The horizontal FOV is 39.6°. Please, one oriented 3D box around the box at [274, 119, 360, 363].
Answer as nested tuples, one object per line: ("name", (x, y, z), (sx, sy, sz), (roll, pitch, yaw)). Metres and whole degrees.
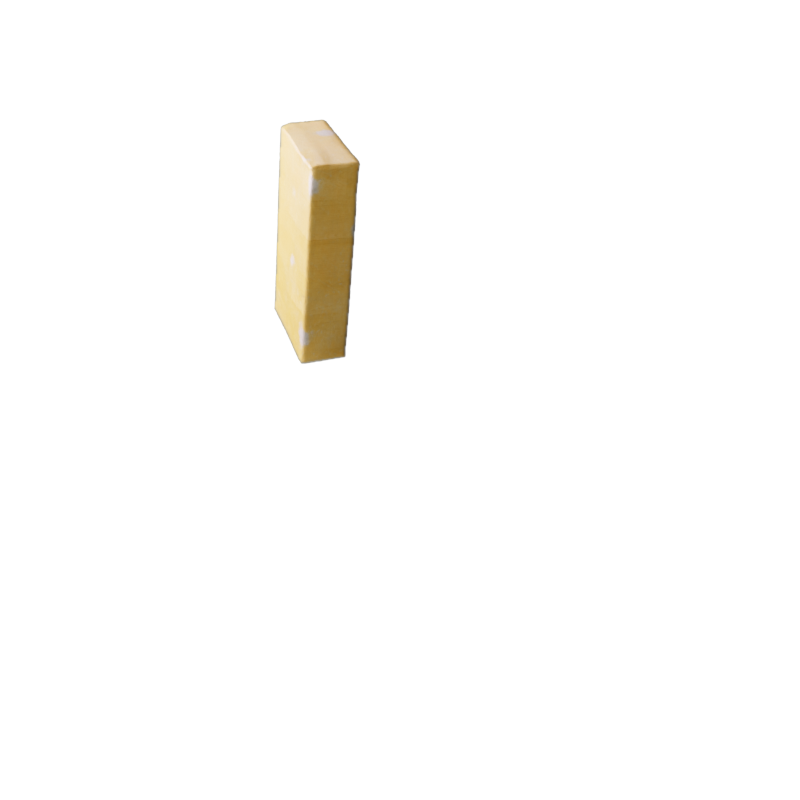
("box", (-0.071, -0.128, 0.897), (0.047, 0.166, 0.101), (-8, 32, -17))
